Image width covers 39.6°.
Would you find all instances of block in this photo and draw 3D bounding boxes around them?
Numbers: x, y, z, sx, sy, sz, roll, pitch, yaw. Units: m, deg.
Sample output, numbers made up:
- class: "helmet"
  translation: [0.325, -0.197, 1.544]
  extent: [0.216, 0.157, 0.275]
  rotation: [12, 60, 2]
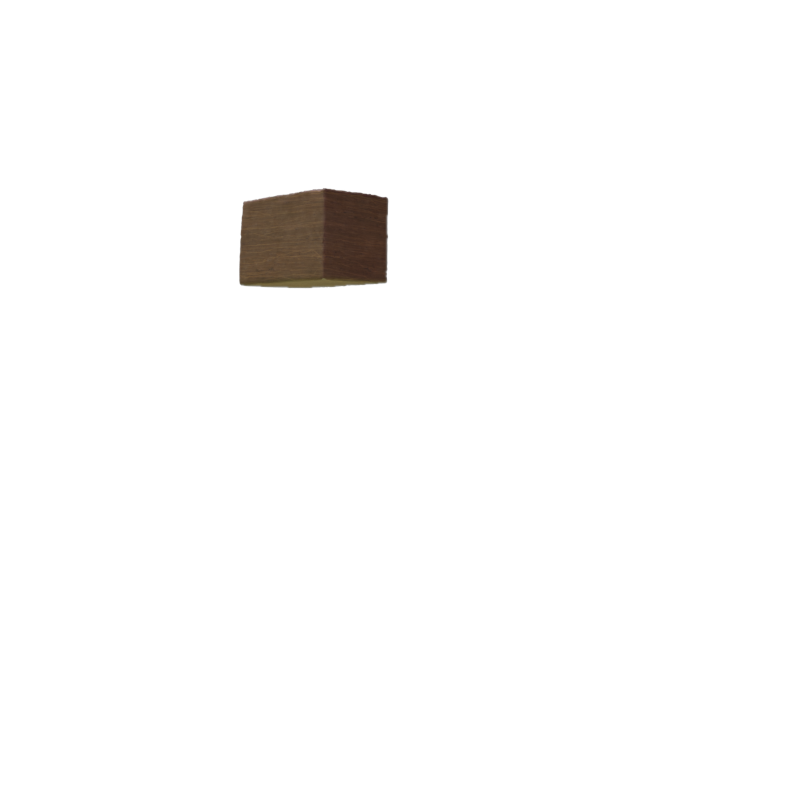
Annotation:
- class: "block"
  translation: [-0.051, -0.093, 0.655]
  extent: [0.050, 0.052, 0.081]
  rotation: [1, -1, -44]
